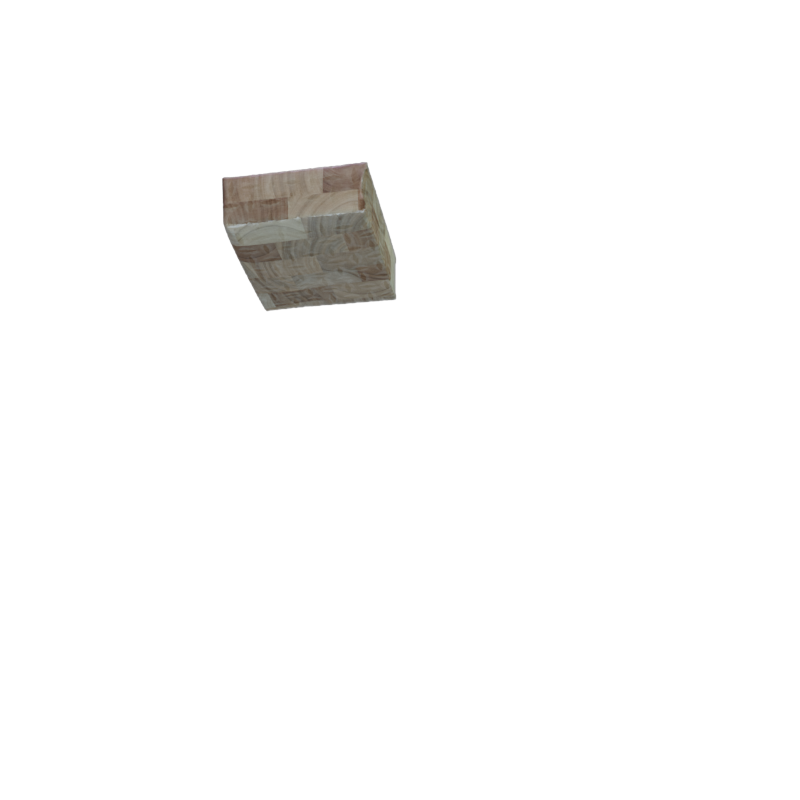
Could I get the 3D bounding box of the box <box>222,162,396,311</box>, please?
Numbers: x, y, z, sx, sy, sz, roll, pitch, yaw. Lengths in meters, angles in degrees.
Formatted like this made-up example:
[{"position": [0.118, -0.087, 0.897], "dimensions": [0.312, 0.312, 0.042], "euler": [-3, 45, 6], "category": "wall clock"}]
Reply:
[{"position": [-0.054, -0.099, 0.691], "dimensions": [0.091, 0.041, 0.106], "euler": [-5, -25, 9], "category": "box"}]
